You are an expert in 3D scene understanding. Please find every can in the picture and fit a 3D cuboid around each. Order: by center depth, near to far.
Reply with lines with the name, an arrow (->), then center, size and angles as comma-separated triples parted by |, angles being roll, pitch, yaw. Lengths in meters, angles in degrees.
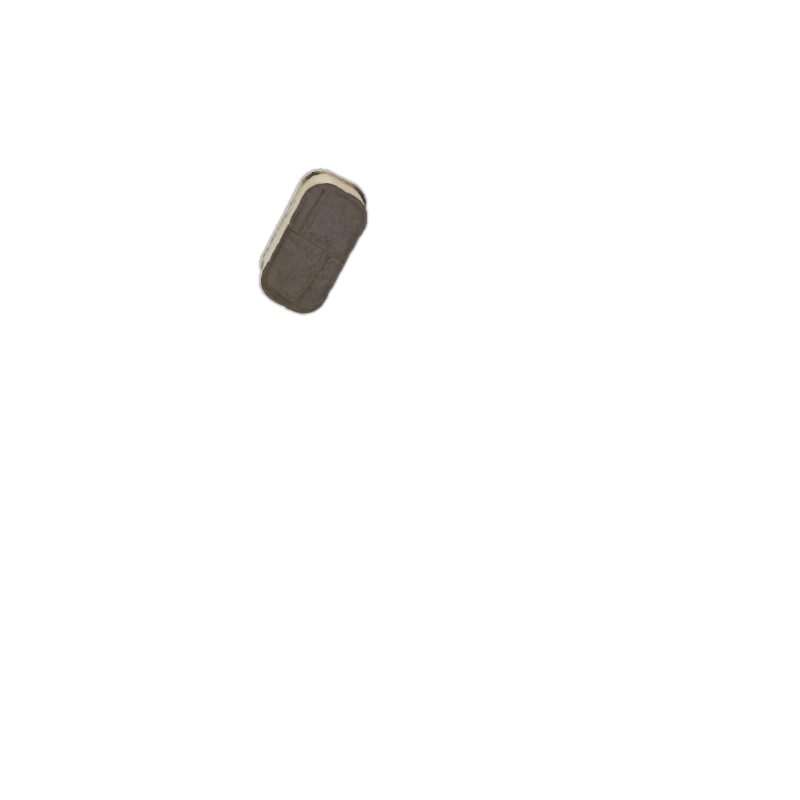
can -> -0.065, -0.120, 0.838 | 0.057, 0.101, 0.086 | 27, 9, -9
